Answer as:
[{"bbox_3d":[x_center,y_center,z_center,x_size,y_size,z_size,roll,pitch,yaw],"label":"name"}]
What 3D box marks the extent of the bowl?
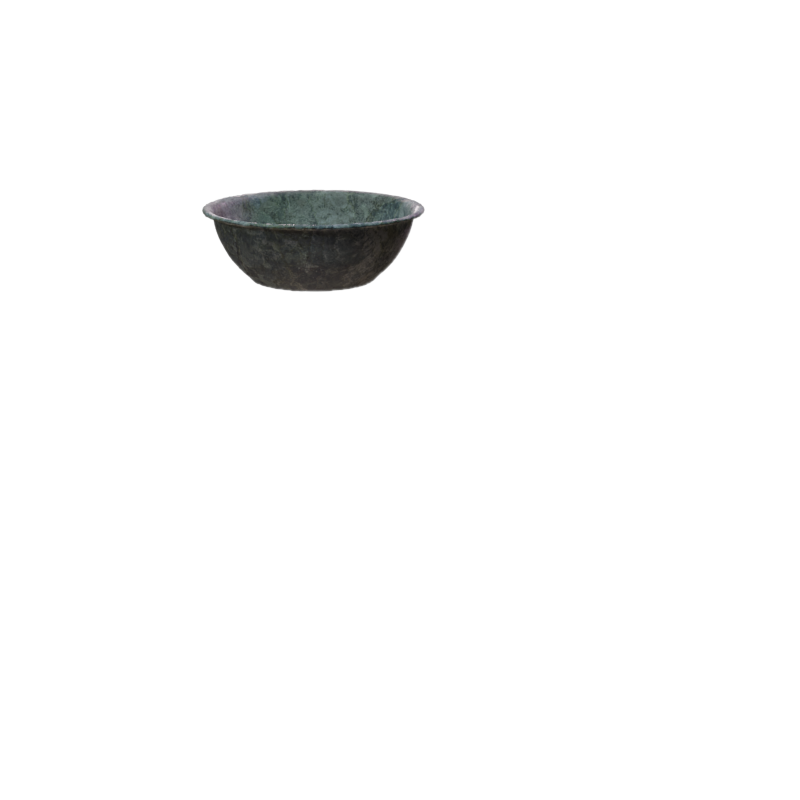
[{"bbox_3d":[-0.064,-0.116,0.814,0.162,0.053,0.168,-1,18,-2],"label":"bowl"}]
